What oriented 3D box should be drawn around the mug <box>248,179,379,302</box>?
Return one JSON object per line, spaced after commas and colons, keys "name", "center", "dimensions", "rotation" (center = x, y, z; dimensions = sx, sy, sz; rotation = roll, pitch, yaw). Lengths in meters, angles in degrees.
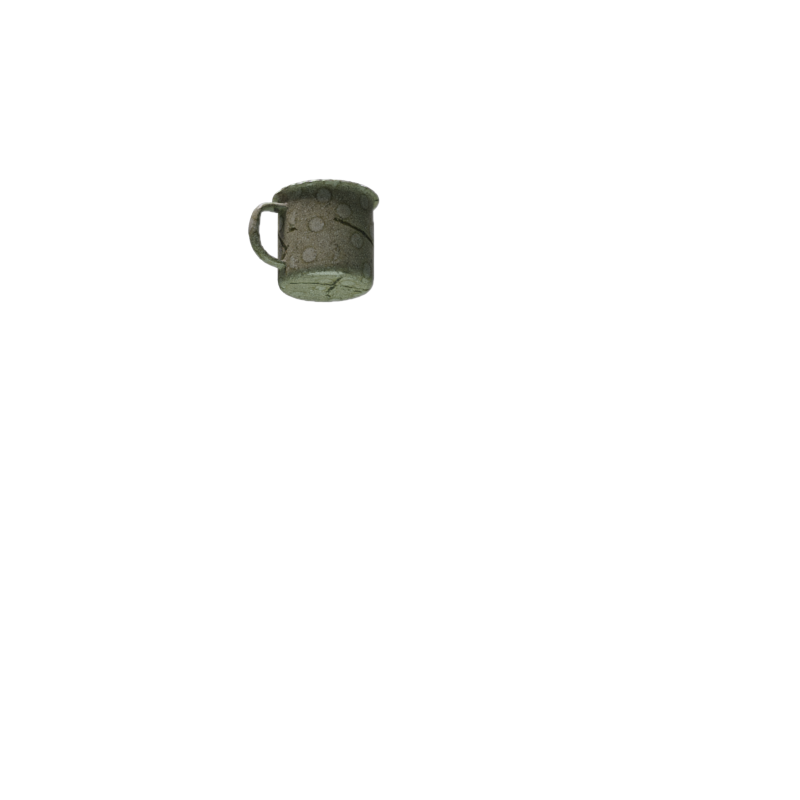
{"name": "mug", "center": [-0.073, -0.134, 0.939], "dimensions": [0.112, 0.085, 0.093], "rotation": [9, -19, -30]}
